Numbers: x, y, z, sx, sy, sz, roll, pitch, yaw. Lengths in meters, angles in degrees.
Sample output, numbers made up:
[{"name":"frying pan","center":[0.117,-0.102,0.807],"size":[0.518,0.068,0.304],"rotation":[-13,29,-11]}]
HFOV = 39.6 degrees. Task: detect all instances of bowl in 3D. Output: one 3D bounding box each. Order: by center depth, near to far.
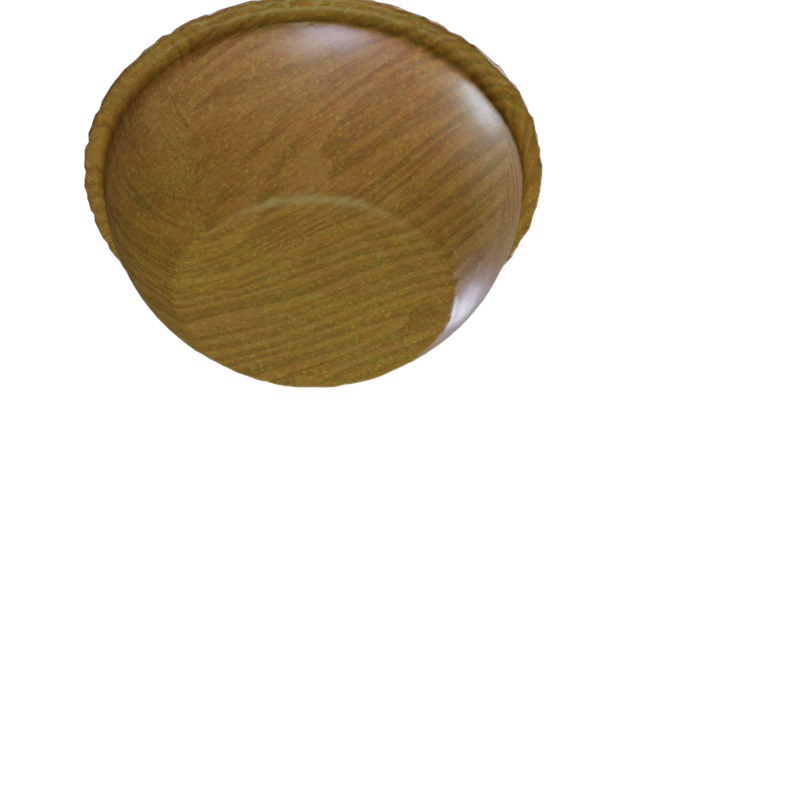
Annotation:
[{"name":"bowl","center":[-0.029,-0.054,0.376],"size":[0.162,0.059,0.151],"rotation":[1,-42,-1]}]
